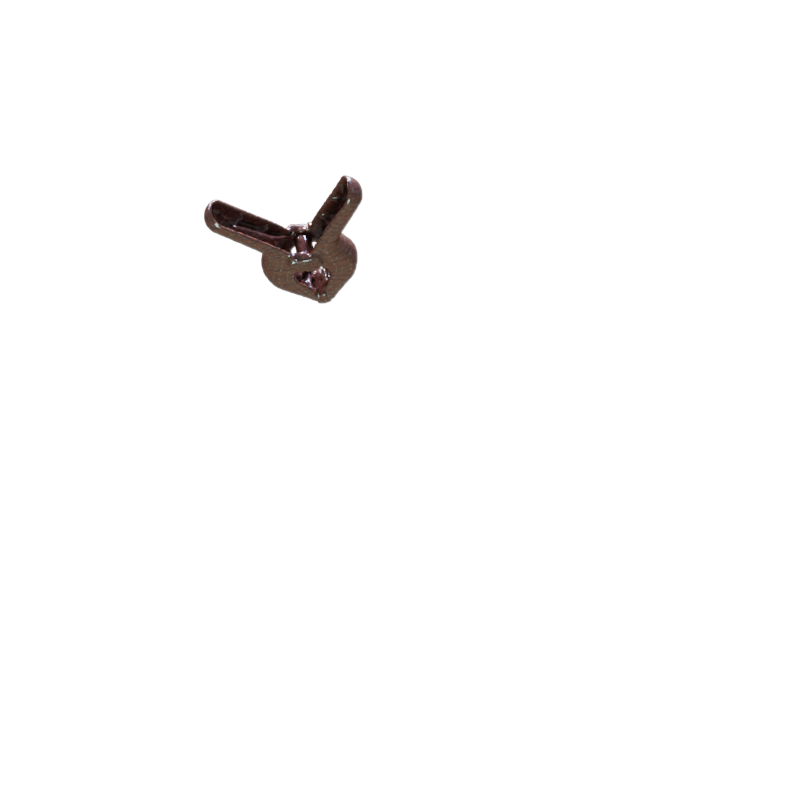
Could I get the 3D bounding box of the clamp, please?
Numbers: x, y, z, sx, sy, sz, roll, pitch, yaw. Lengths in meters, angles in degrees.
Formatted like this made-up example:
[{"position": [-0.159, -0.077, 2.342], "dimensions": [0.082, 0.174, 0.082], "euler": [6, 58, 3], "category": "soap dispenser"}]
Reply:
[{"position": [-0.069, -0.126, 0.885], "dimensions": [0.122, 0.041, 0.160], "euler": [-6, -19, 18], "category": "clamp"}]
